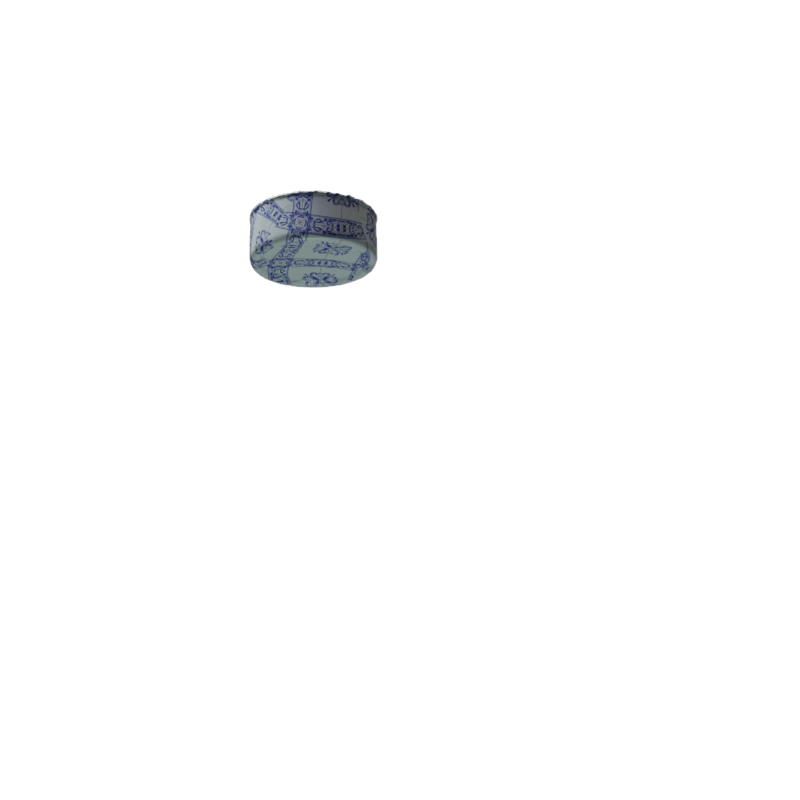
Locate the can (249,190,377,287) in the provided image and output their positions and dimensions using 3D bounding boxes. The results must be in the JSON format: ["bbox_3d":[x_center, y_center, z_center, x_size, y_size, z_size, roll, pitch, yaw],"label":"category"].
[{"bbox_3d":[-0.058,-0.105,0.735,0.086,0.035,0.082,0,-18,-2],"label":"can"}]
